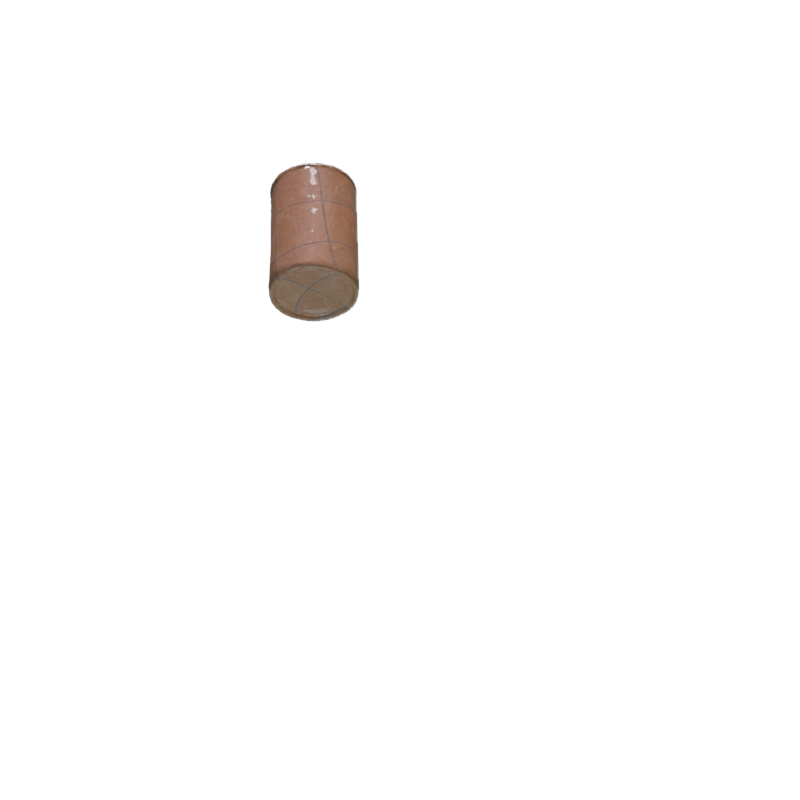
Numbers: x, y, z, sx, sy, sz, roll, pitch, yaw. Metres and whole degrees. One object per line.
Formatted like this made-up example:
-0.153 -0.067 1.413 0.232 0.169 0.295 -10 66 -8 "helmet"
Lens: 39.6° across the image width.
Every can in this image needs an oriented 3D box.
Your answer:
-0.065 -0.119 0.835 0.068 0.110 0.064 -1 -37 -3 "can"
